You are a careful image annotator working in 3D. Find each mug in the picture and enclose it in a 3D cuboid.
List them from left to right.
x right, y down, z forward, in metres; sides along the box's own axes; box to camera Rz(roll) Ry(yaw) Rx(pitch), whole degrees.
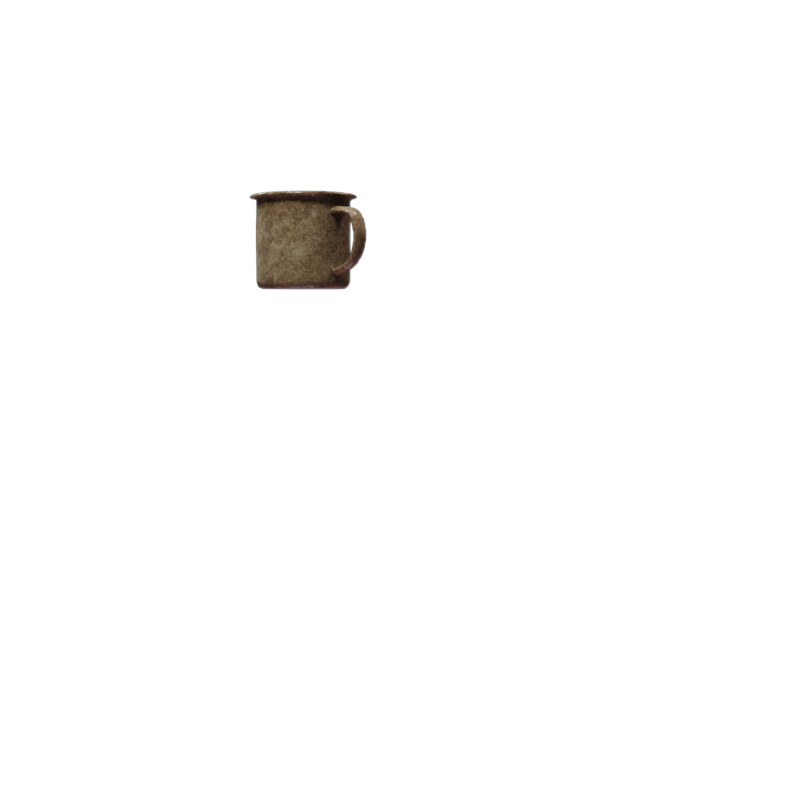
[{"bbox_3d":[-0.074,-0.136,0.950,0.122,0.082,0.090,2,3,41],"label":"mug"}]
